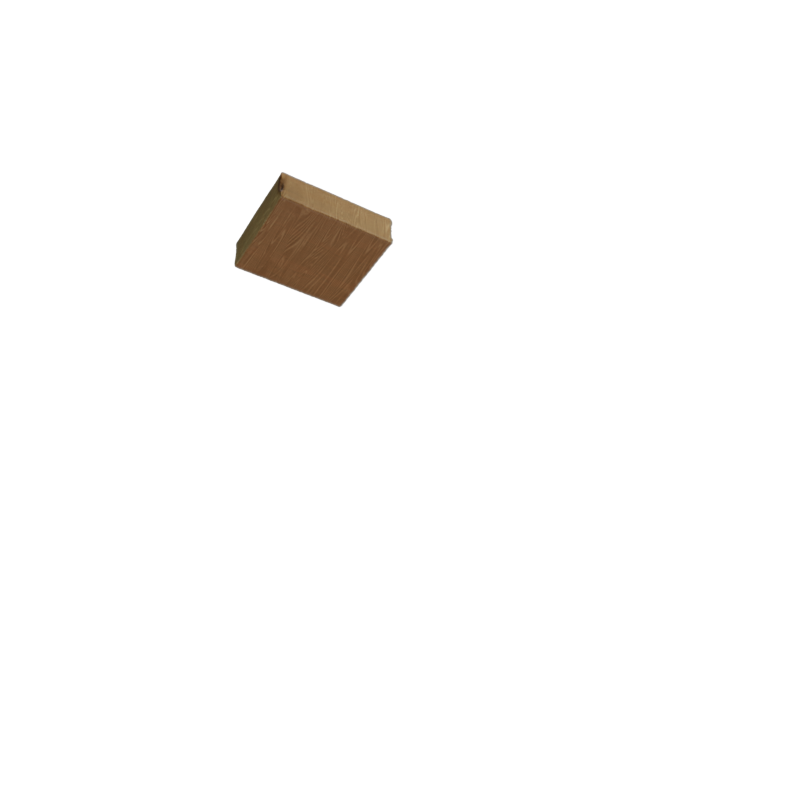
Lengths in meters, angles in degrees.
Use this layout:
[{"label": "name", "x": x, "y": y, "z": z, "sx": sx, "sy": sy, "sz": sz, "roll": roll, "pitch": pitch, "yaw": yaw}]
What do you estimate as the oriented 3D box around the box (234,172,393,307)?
[{"label": "box", "x": -0.061, "y": -0.111, "z": 0.775, "sx": 0.086, "sy": 0.032, "sz": 0.071, "roll": 21, "pitch": -49, "yaw": -20}]
